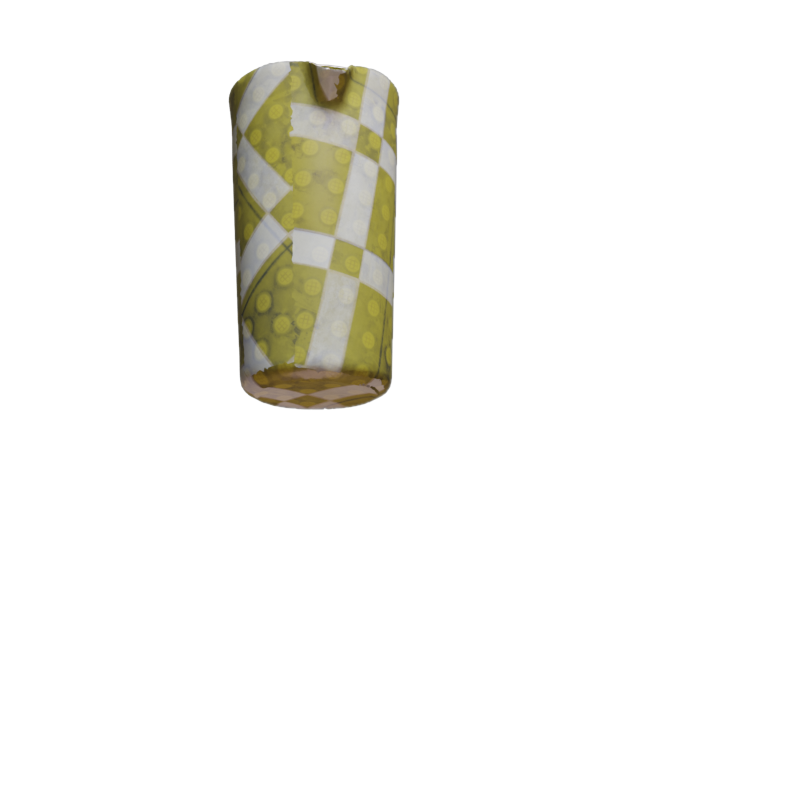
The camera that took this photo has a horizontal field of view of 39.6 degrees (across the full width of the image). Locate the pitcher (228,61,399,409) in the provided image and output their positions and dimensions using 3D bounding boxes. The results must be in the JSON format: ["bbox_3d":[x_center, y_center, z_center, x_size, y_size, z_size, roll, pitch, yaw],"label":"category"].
[{"bbox_3d":[-0.065,-0.119,0.836,0.148,0.254,0.140,-12,-22,29],"label":"pitcher"}]
